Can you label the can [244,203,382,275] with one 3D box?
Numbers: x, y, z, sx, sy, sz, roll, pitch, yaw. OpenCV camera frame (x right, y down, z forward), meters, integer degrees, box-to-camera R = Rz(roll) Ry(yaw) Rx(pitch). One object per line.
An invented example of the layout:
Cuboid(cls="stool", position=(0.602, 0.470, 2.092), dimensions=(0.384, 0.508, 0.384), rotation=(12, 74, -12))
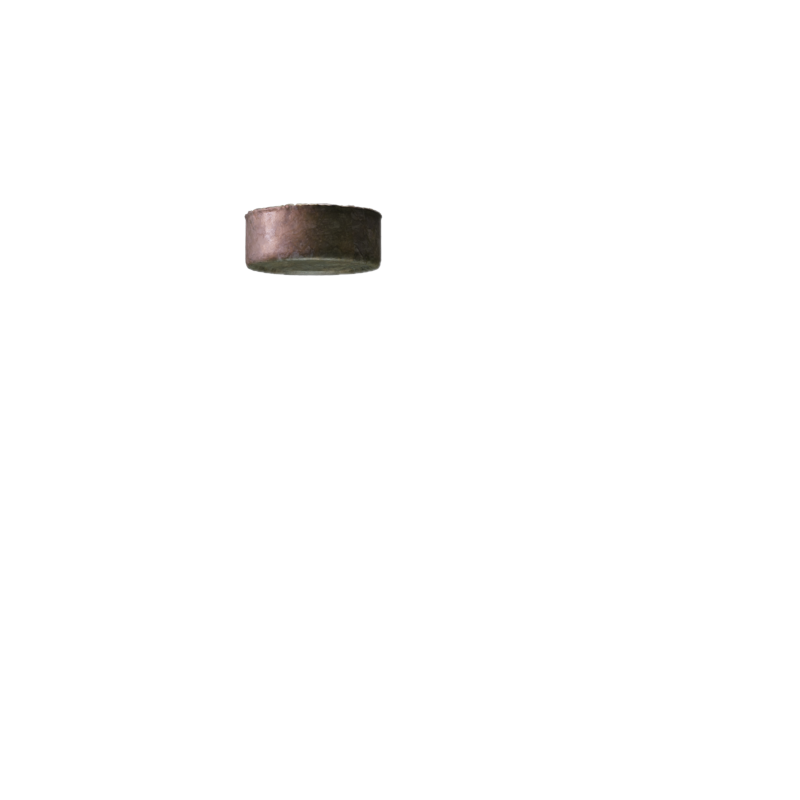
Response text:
Cuboid(cls="can", position=(-0.054, -0.098, 0.687), dimensions=(0.086, 0.034, 0.085), rotation=(0, -1, -2))
